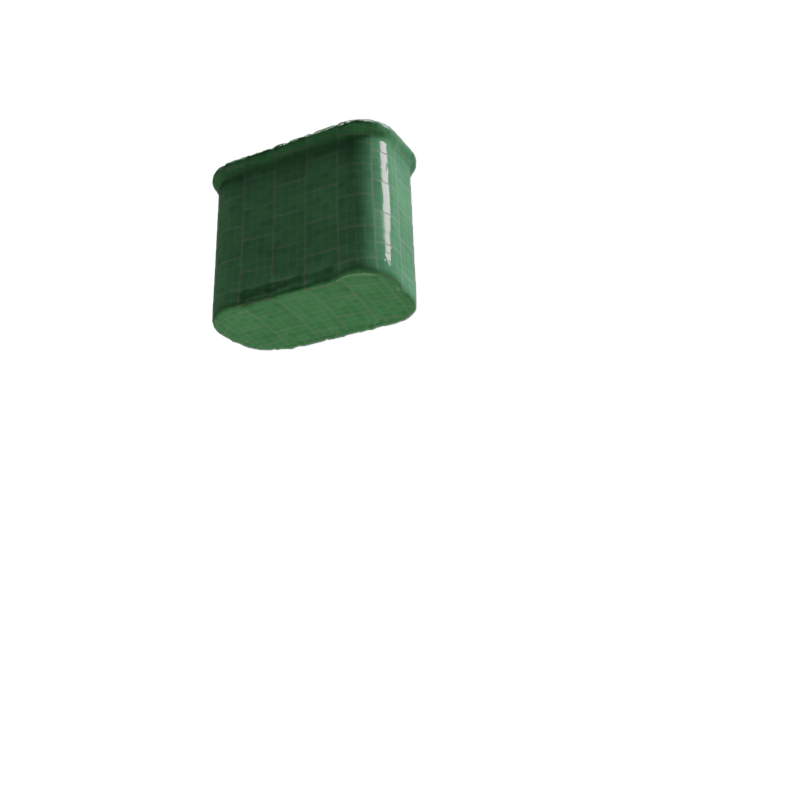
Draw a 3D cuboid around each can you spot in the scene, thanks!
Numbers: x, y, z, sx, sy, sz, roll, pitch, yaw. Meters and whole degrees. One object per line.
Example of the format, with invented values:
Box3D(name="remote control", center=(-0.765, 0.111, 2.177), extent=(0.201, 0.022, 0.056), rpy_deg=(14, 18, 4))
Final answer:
Box3D(name="can", center=(-0.042, -0.077, 0.537), extent=(0.103, 0.089, 0.053), rpy_deg=(-14, -30, 24))
